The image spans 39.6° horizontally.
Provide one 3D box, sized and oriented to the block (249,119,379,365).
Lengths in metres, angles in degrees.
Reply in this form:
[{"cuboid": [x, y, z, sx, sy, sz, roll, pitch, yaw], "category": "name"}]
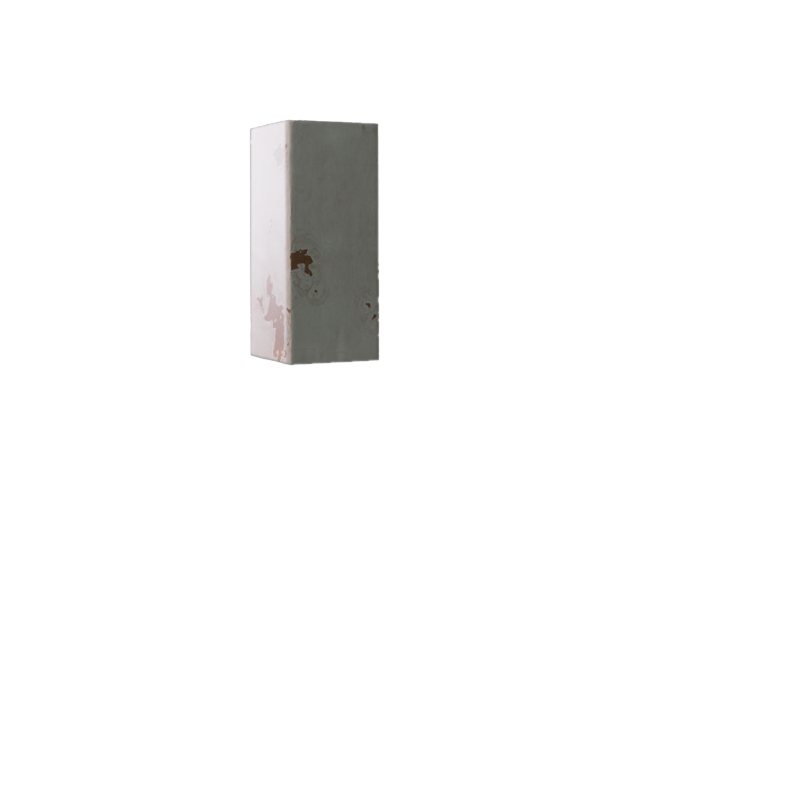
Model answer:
[{"cuboid": [-0.077, -0.140, 0.983, 0.088, 0.206, 0.093, -1, 2, -27], "category": "block"}]
